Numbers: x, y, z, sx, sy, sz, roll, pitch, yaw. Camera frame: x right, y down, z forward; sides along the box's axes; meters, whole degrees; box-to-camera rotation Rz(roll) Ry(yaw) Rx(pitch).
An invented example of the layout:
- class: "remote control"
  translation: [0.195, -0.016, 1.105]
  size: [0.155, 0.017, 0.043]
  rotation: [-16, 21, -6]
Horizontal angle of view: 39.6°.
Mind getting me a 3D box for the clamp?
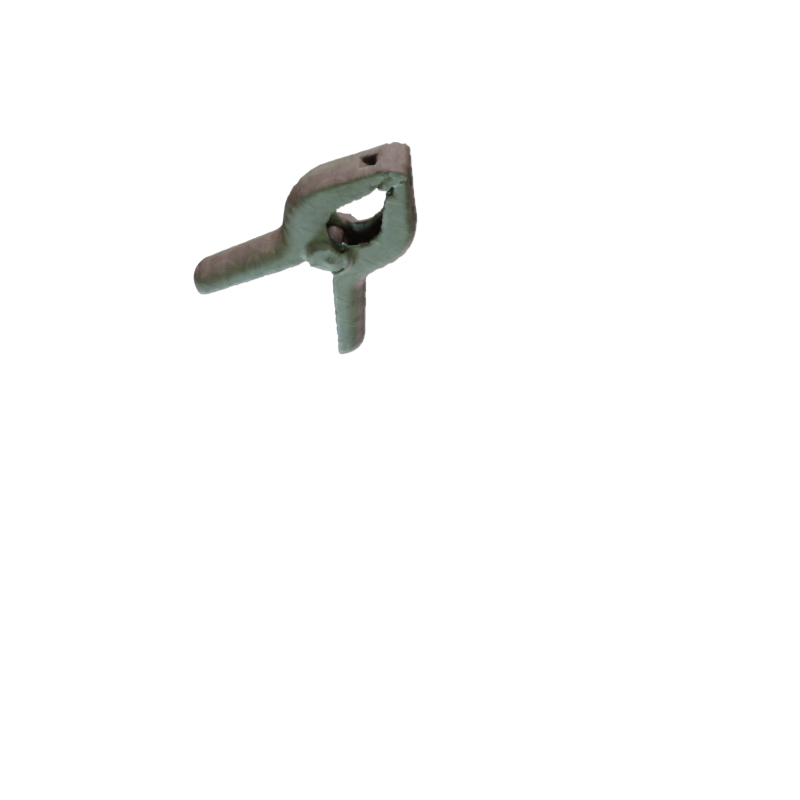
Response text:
- class: "clamp"
  translation: [-0.053, -0.097, 0.677]
  size: [0.117, 0.042, 0.164]
  rotation: [14, -43, -17]
